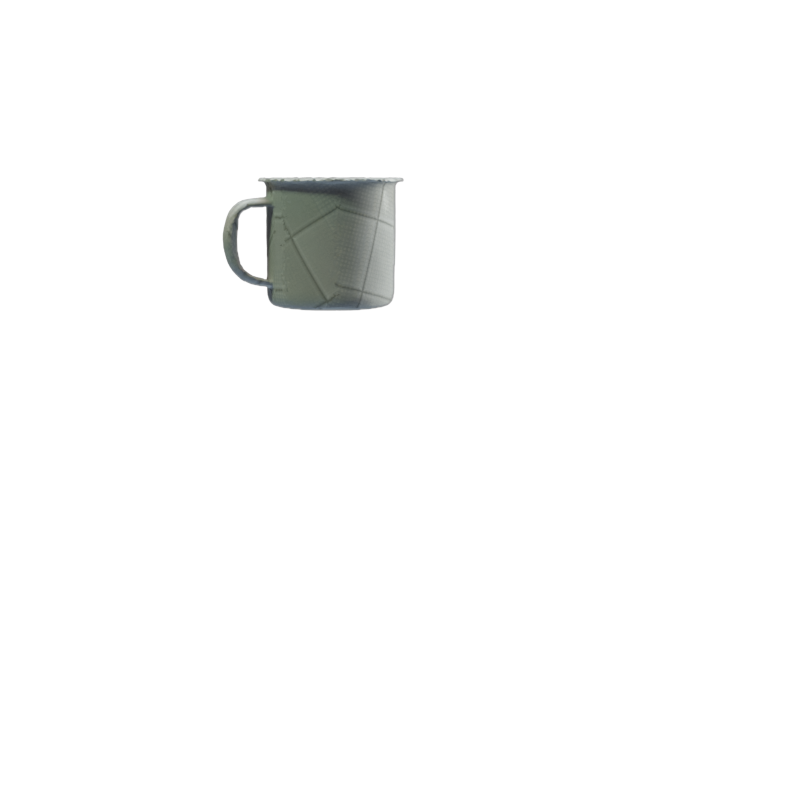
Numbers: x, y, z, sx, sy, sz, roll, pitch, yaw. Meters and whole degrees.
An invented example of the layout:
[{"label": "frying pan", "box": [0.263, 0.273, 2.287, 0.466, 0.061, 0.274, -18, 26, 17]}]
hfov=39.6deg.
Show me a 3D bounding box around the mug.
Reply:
[{"label": "mug", "box": [-0.055, -0.100, 0.704, 0.114, 0.080, 0.097, -4, 9, -24]}]
